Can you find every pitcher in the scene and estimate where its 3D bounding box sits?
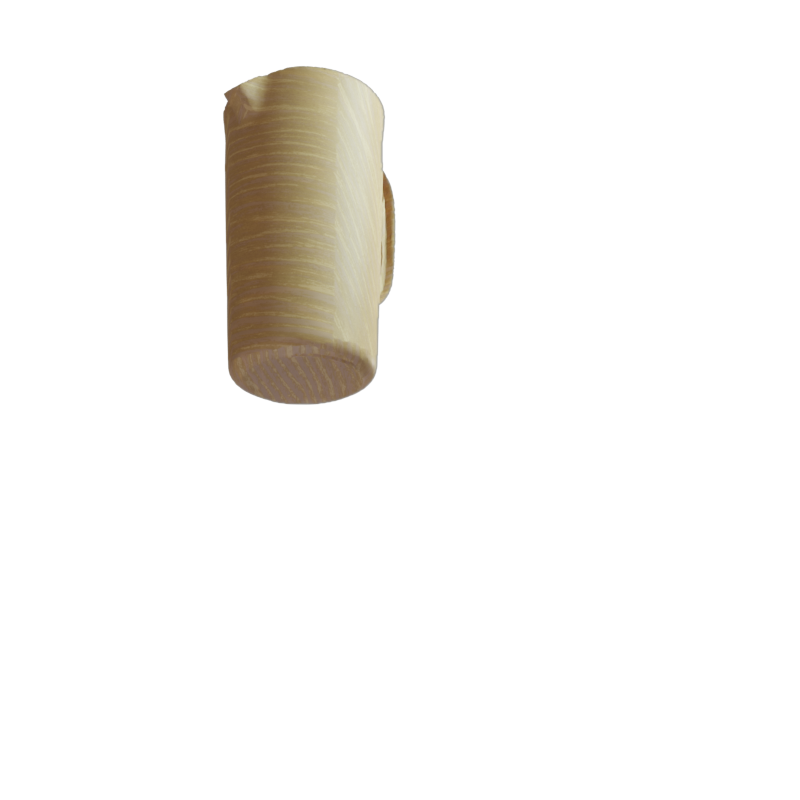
[{"bbox_3d":[-0.067,-0.123,0.861,0.148,0.258,0.137,1,-28,-6],"label":"pitcher"}]
